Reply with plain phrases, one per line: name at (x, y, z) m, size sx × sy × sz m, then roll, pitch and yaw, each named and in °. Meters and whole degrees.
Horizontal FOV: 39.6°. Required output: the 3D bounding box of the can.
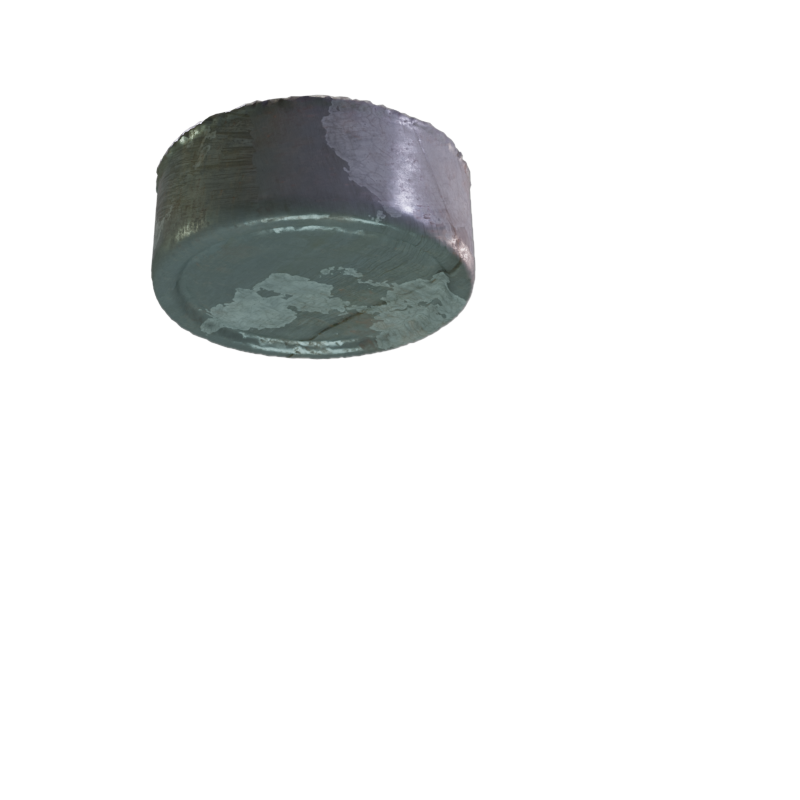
can at (-0.023, -0.042, 0.296) m, size 0.086 × 0.036 × 0.081 m, roll 1°, pitch -24°, yaw -2°
